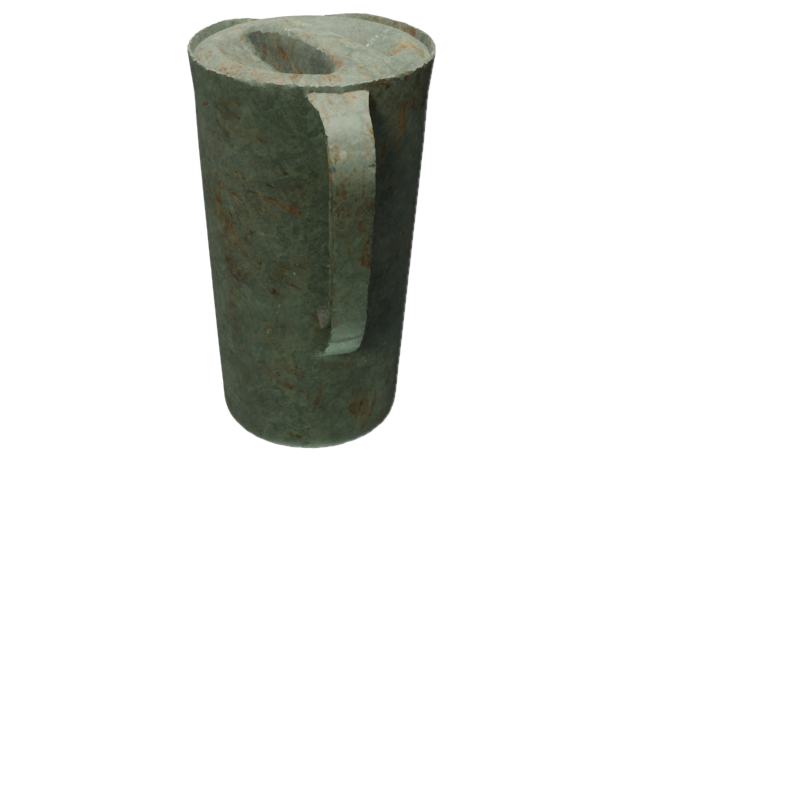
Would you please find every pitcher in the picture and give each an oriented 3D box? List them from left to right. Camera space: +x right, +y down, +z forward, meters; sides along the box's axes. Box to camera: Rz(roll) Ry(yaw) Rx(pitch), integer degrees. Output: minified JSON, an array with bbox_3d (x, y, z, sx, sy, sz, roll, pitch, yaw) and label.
[{"bbox_3d":[-0.050,-0.091,0.637,0.152,0.229,0.151,17,34,25],"label":"pitcher"}]
